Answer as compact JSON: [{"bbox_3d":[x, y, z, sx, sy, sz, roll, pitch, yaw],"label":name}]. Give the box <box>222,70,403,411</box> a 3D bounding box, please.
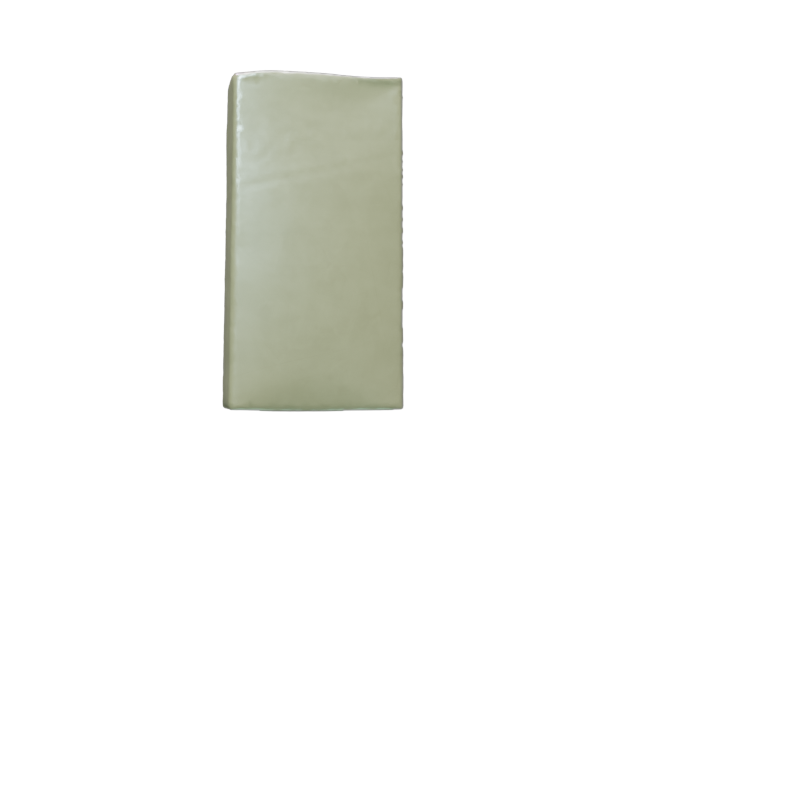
[{"bbox_3d":[-0.046,-0.084,0.587,0.092,0.178,0.048,0,-4,-10],"label":"box"}]
